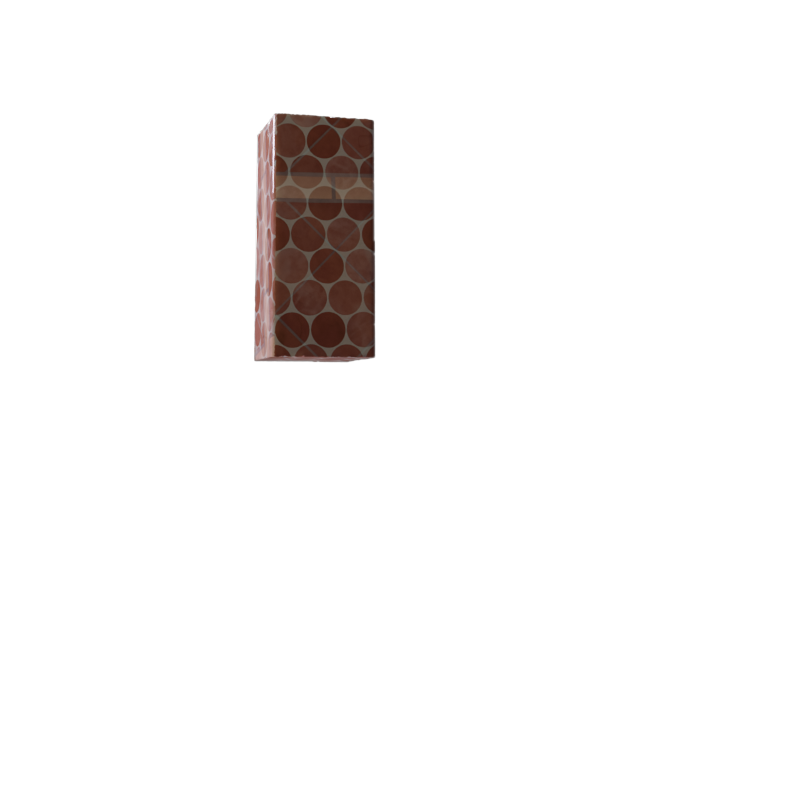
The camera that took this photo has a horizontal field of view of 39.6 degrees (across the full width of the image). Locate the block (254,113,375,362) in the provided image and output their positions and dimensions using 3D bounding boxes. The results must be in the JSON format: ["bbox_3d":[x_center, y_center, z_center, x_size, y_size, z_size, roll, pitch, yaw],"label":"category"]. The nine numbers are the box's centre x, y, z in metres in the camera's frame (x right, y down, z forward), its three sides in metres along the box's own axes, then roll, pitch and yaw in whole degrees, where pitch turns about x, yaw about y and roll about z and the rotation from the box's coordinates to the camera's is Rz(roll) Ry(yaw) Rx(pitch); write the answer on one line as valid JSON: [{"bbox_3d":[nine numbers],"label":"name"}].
[{"bbox_3d":[-0.076,-0.139,0.974,0.089,0.210,0.090,2,-8,-16],"label":"block"}]
